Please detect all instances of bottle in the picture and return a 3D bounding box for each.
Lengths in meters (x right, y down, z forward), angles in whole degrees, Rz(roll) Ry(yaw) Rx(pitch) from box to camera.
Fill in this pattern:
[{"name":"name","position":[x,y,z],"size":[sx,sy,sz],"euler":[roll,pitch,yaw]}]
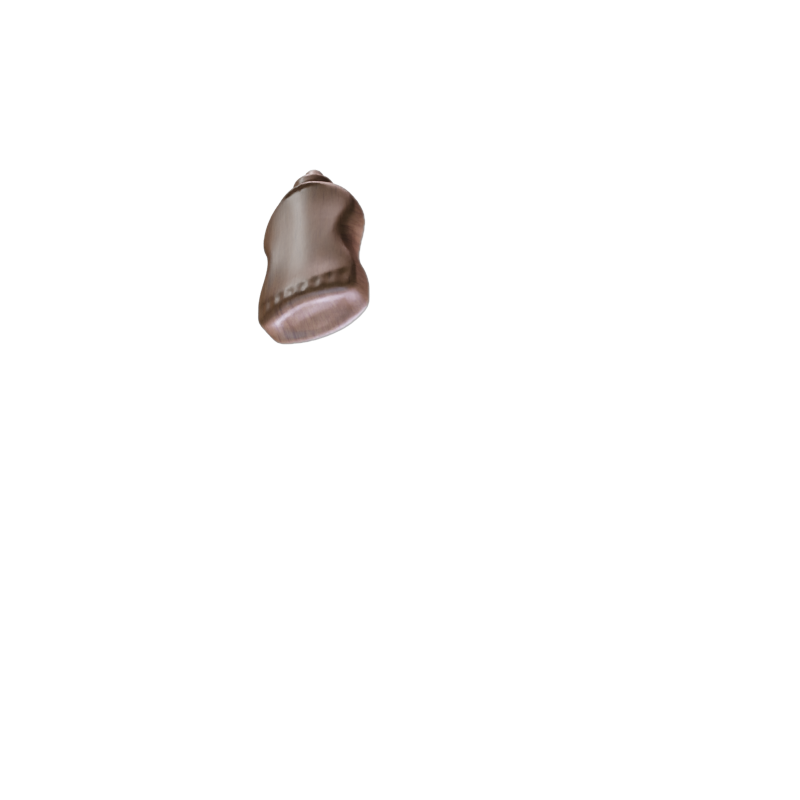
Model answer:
[{"name":"bottle","position":[-0.078,-0.142,0.998],"size":[0.096,0.206,0.054],"euler":[-24,-47,20]}]
